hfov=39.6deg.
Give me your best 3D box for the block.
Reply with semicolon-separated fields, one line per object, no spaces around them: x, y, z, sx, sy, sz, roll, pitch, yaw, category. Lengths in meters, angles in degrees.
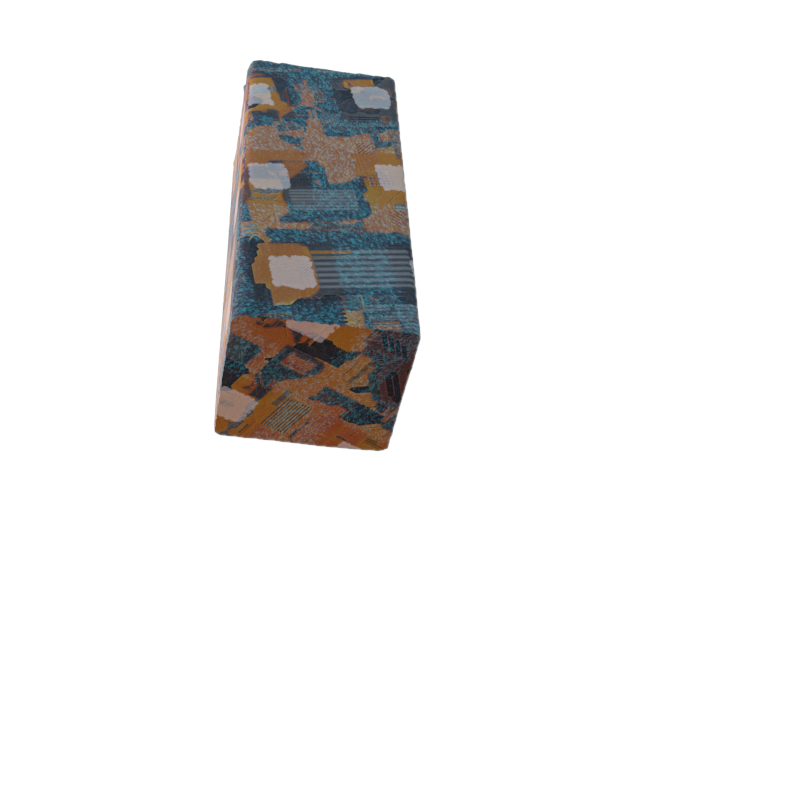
-0.048;-0.086;0.602;0.089;0.221;0.085;5;-44;-9;block
